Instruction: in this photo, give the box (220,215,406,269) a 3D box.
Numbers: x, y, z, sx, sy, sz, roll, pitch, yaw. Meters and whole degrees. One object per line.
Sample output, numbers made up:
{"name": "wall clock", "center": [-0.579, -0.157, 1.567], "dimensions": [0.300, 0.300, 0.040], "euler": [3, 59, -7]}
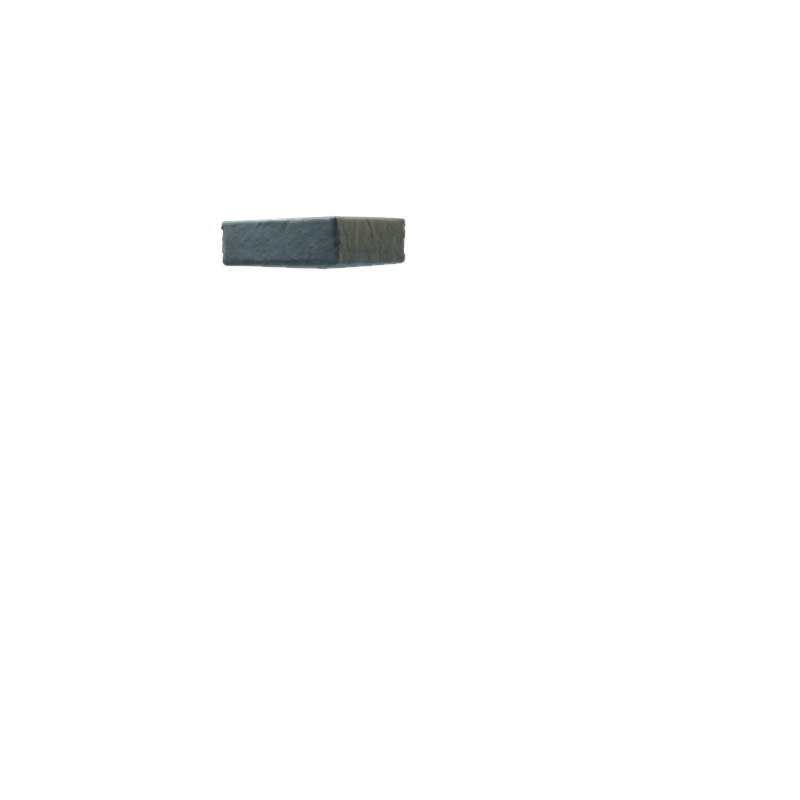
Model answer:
{"name": "box", "center": [-0.066, -0.120, 0.844], "dimensions": [0.118, 0.038, 0.087], "euler": [6, 10, 36]}
